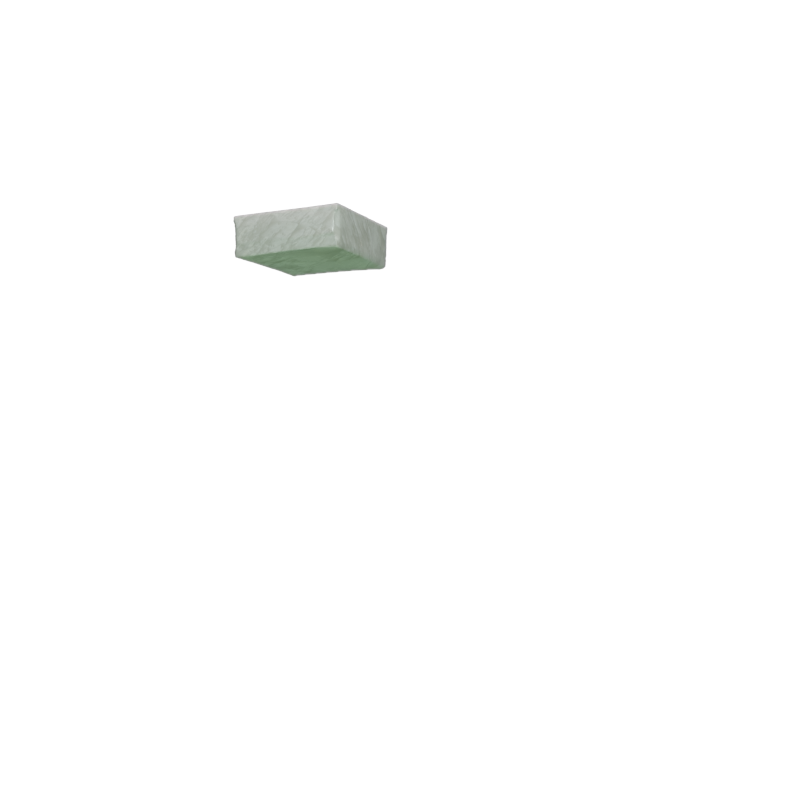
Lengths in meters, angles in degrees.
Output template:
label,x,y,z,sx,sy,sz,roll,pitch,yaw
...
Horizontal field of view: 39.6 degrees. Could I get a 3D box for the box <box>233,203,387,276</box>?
label,x,y,z,sx,sy,sz,roll,pitch,yaw
box,-0.070,-0.128,0.897,0.092,0.040,0.108,-2,-6,21
